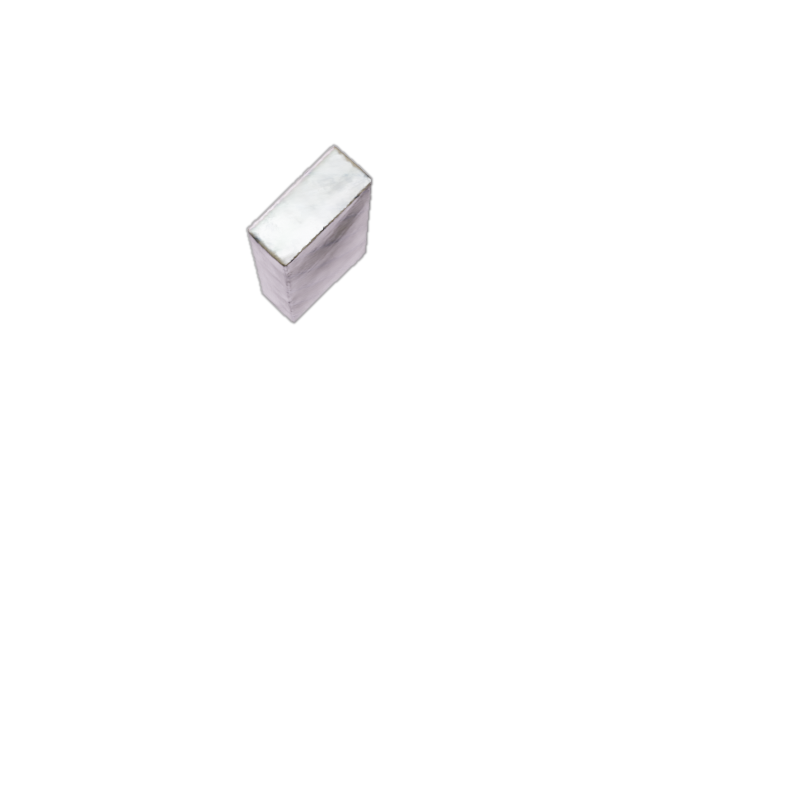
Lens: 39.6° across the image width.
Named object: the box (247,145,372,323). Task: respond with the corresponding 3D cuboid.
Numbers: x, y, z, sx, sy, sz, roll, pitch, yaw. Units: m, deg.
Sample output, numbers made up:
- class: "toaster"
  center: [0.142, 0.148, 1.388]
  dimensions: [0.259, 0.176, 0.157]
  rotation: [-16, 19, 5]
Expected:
- class: "box"
  center: [-0.068, -0.123, 0.865]
  dimensions: [0.049, 0.094, 0.172]
  rotation: [43, -9, 3]
